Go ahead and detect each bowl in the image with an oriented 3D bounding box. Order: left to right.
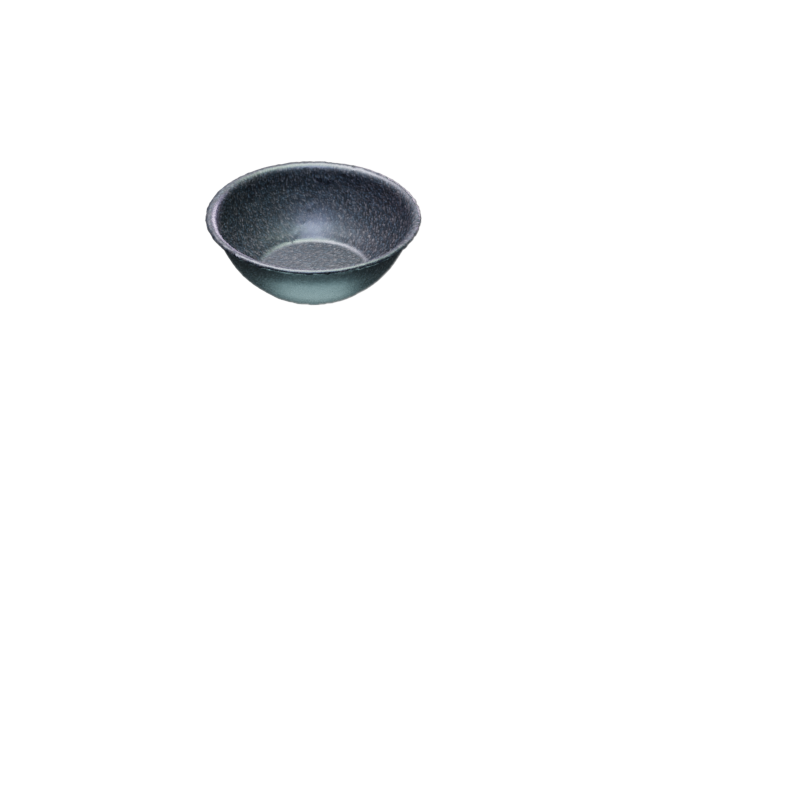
[{"bbox_3d":[-0.066,-0.120,0.844,0.162,0.051,0.173,-1,37,-2],"label":"bowl"}]
